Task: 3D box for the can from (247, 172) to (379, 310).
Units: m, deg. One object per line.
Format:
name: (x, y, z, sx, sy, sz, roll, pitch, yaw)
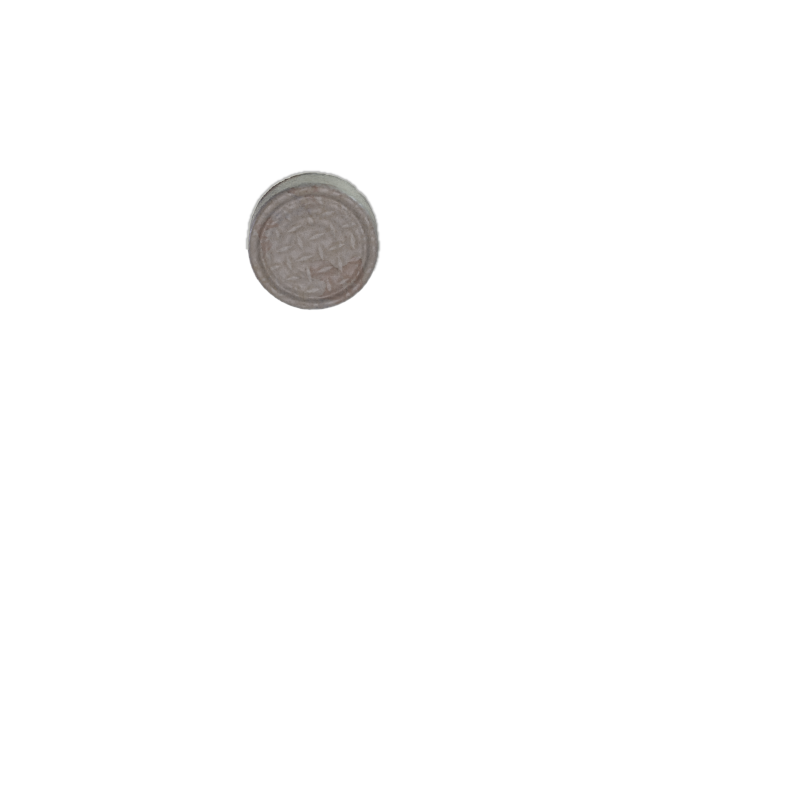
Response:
can: (-0.056, -0.103, 0.721, 0.086, 0.083, 0.035, 0, 18, -1)
